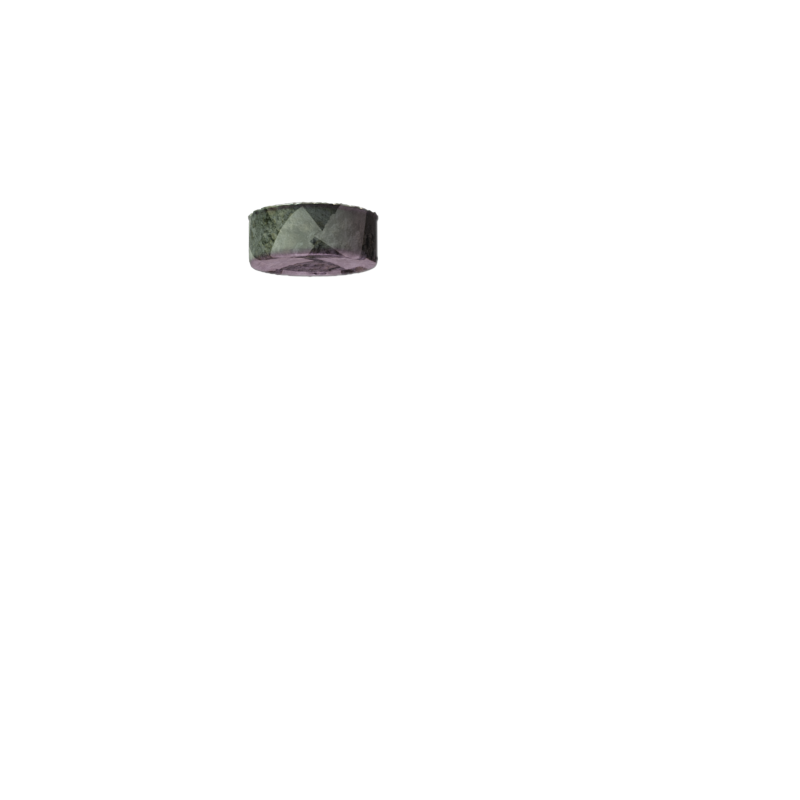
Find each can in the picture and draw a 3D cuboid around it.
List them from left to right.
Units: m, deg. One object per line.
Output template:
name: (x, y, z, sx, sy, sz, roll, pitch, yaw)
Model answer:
can: (-0.057, -0.104, 0.726, 0.086, 0.034, 0.084, 0, -5, -2)
